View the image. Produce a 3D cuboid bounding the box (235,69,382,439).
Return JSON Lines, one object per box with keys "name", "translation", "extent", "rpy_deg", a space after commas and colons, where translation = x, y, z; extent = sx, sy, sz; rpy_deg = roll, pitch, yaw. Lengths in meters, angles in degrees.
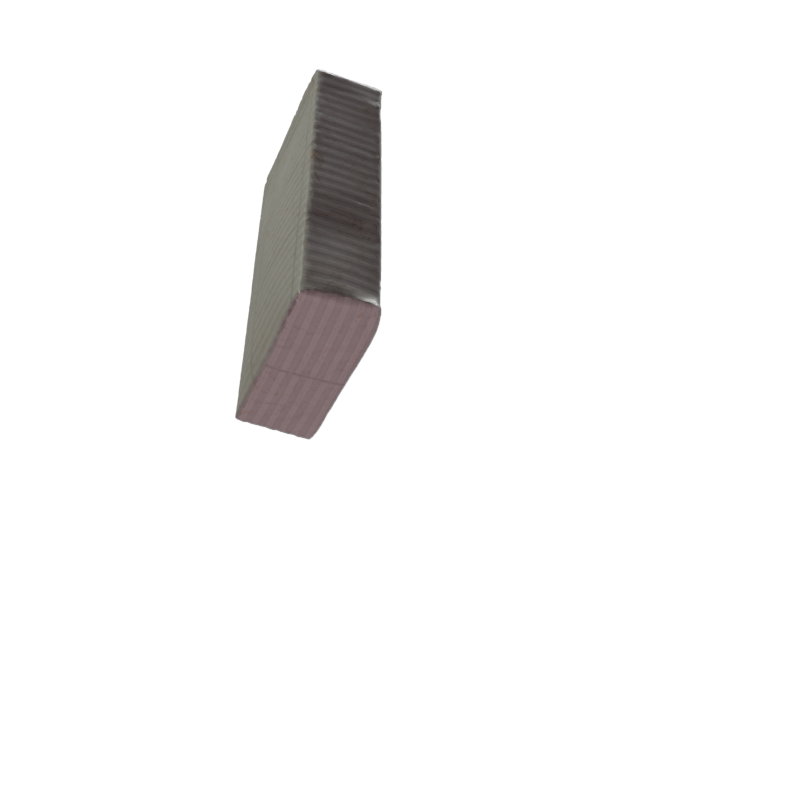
{"name": "box", "translation": [-0.044, -0.080, 0.560], "extent": [0.047, 0.189, 0.089], "rpy_deg": [15, -48, -19]}
